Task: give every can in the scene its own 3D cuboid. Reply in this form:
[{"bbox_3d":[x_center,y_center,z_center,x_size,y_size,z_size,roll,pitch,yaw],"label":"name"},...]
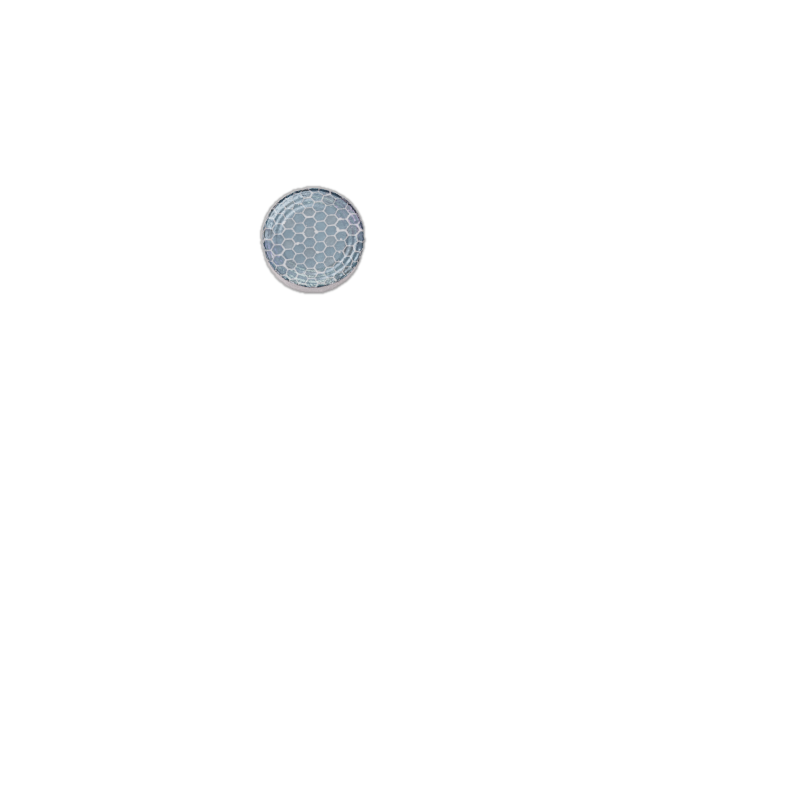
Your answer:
[{"bbox_3d":[-0.073,-0.133,0.931,0.086,0.089,0.032,0,-13,-1],"label":"can"}]
